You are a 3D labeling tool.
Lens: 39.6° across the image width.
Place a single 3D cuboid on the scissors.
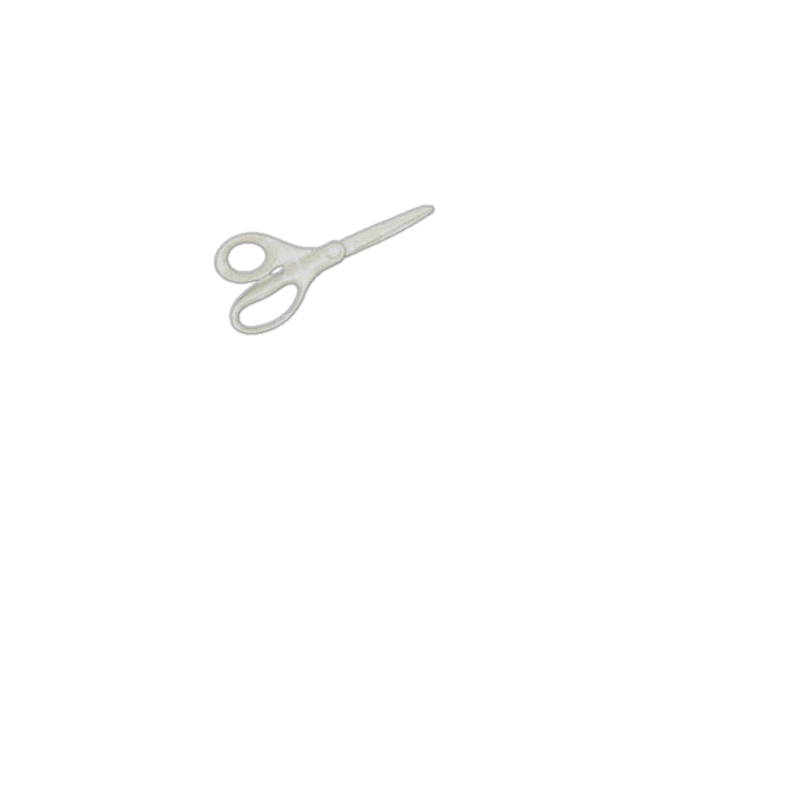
[{"bbox_3d":[-0.076,-0.139,0.974,0.202,0.098,0.015,-40,-7,-6],"label":"scissors"}]
